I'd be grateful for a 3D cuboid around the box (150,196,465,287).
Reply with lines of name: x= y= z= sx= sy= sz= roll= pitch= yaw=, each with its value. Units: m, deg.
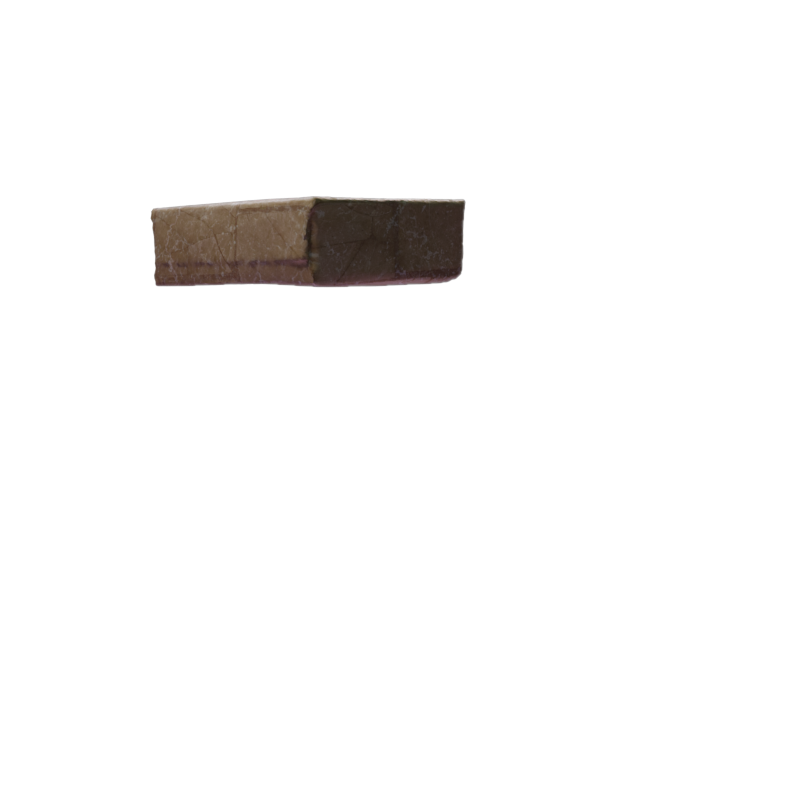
box: x=-0.038 y=-0.069 z=0.483 sx=0.093 sy=0.039 sz=0.110 roll=4 pitch=7 yaw=36
